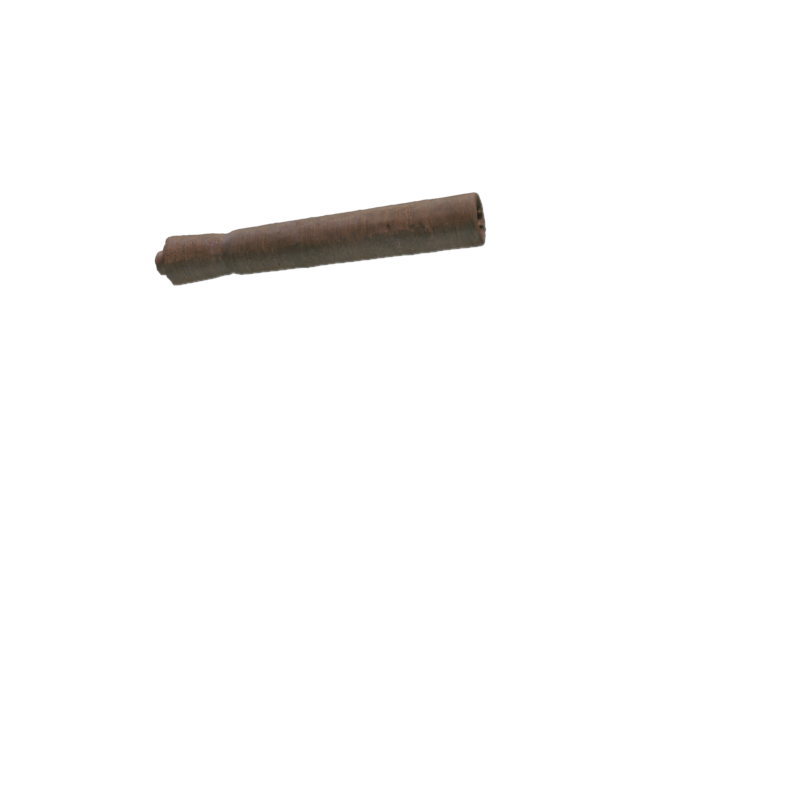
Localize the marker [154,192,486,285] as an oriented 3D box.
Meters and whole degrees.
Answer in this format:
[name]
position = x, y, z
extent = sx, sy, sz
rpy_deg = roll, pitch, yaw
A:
[marker]
position = -0.031, -0.056, 0.395
extent = 0.123, 0.020, 0.019
rpy_deg = -5, 2, 17
